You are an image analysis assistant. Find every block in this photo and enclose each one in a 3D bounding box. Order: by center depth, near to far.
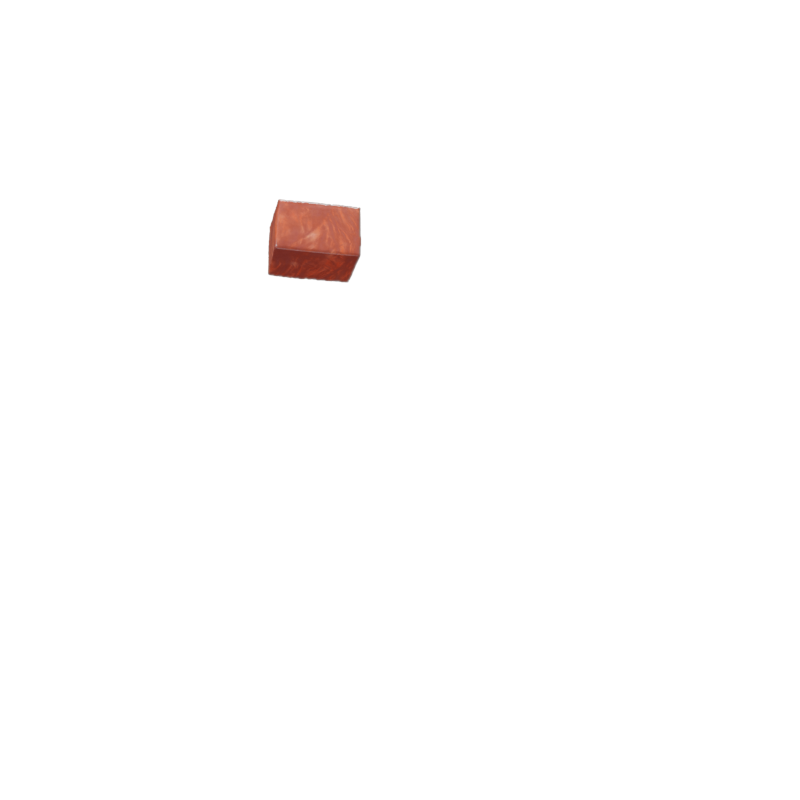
[{"bbox_3d":[-0.078,-0.143,1.000,0.077,0.054,0.050,5,-28,-11],"label":"block"}]
